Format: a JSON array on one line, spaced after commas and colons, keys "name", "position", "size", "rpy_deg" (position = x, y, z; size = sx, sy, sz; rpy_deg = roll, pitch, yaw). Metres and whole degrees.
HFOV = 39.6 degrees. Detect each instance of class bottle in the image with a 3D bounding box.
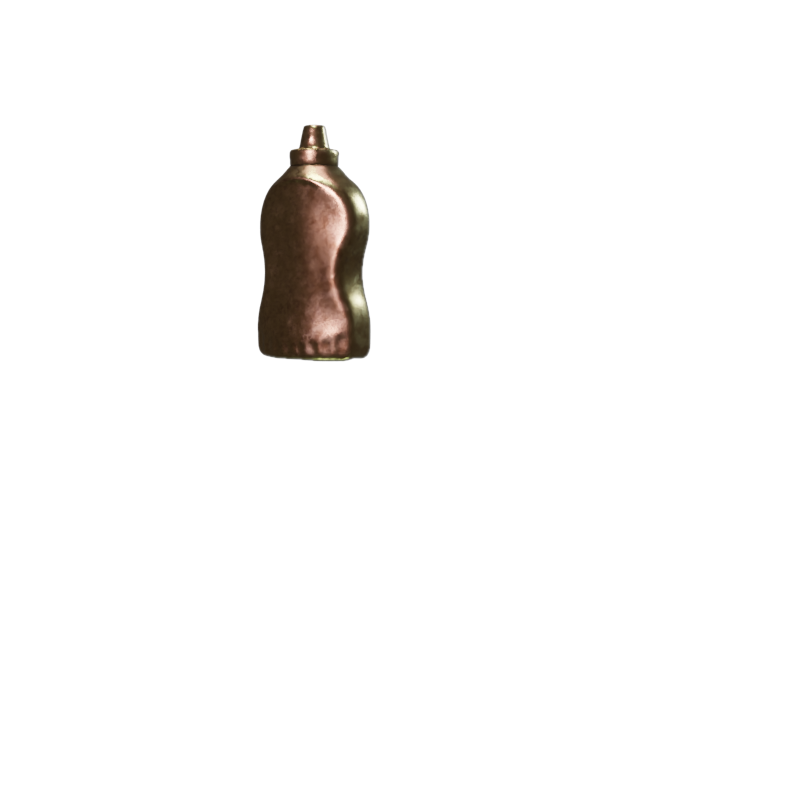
[{"name": "bottle", "position": [-0.071, -0.131, 0.915], "size": [0.100, 0.192, 0.056], "rpy_deg": [1, 1, 35]}]
